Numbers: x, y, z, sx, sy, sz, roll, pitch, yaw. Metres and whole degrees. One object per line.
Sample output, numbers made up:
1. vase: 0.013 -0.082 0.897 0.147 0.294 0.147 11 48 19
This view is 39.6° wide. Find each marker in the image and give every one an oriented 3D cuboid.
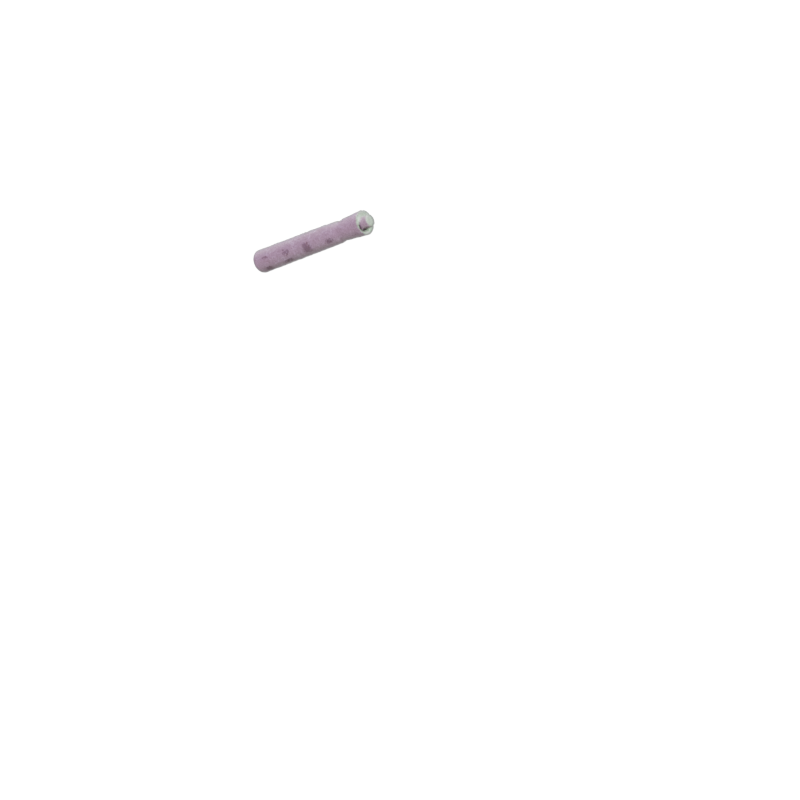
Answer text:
1. marker: -0.066 -0.120 0.840 0.123 0.020 0.019 -13 -6 43
